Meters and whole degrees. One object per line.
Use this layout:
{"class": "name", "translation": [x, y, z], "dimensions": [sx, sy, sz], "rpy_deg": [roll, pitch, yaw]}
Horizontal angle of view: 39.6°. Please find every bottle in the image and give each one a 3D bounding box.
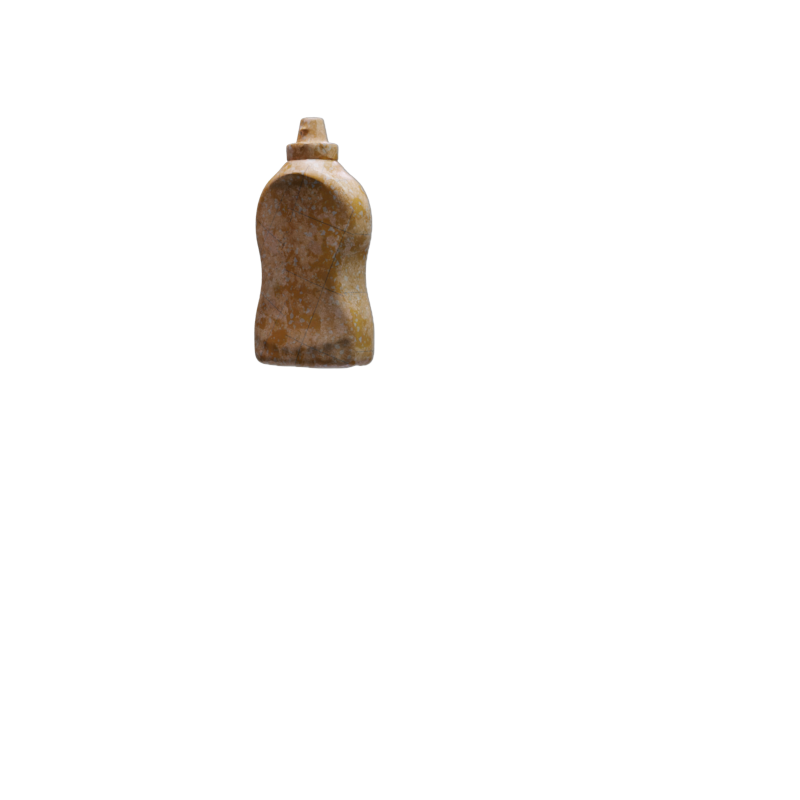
{"class": "bottle", "translation": [-0.068, -0.123, 0.859], "dimensions": [0.099, 0.192, 0.056], "rpy_deg": [0, -1, 34]}
